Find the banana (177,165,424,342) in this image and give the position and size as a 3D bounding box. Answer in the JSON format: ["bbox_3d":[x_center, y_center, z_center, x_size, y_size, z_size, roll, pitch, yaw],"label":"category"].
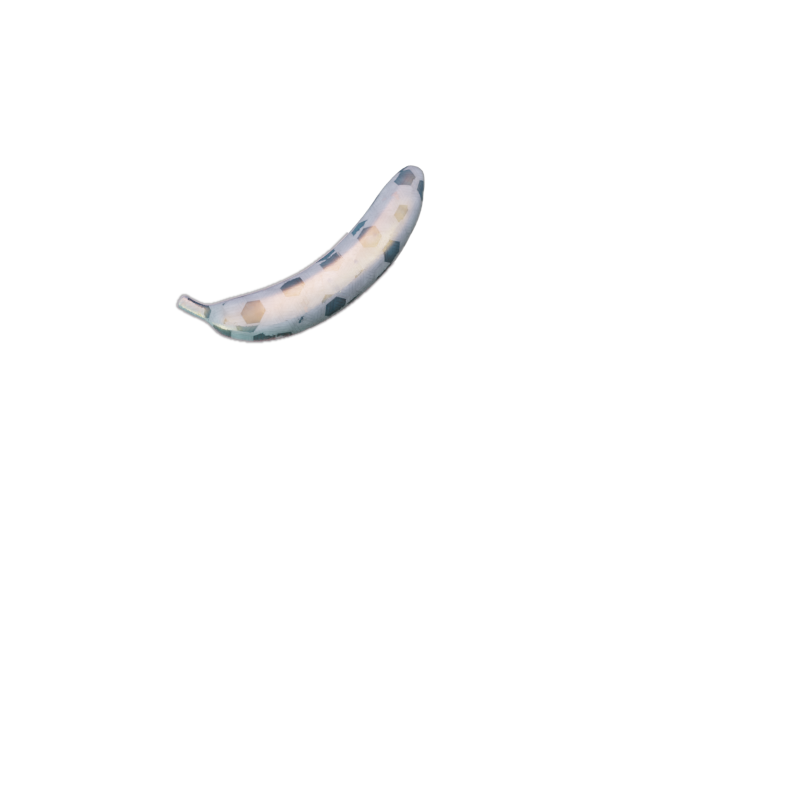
[{"bbox_3d":[-0.054,-0.092,0.763,0.198,0.073,0.035,-31,-15,-10],"label":"banana"}]
